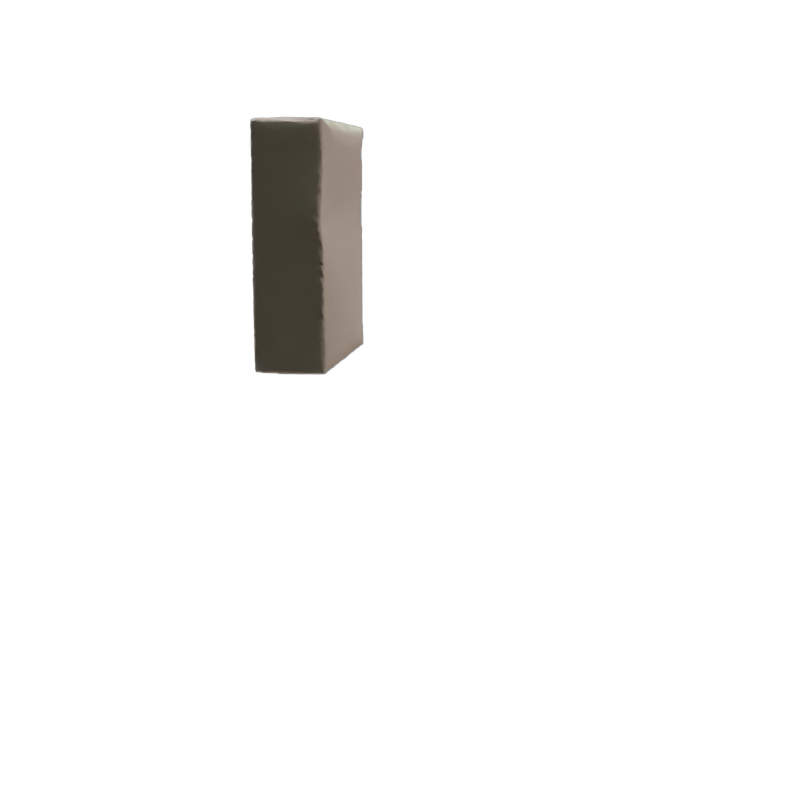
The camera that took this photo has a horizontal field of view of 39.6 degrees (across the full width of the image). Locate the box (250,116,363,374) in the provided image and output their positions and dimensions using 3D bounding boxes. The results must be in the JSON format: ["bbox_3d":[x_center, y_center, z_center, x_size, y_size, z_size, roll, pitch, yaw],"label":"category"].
[{"bbox_3d":[-0.077,-0.141,0.990,0.073,0.212,0.164,1,6,10],"label":"box"}]
